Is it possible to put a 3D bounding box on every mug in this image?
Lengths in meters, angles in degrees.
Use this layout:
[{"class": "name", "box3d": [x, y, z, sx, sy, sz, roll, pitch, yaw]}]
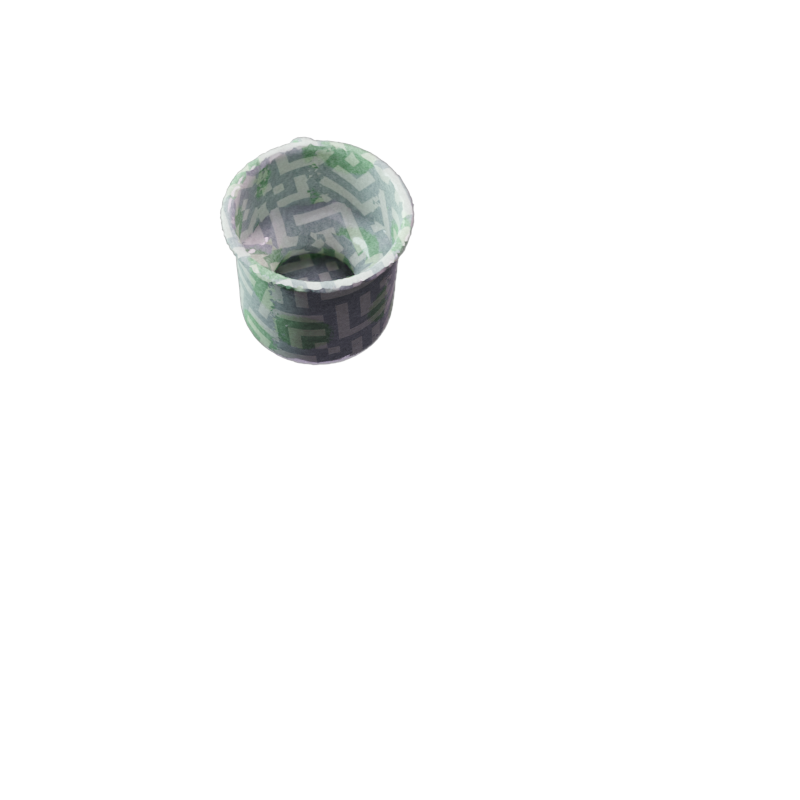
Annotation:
[{"class": "mug", "box3d": [-0.045, -0.081, 0.570, 0.092, 0.126, 0.076, -9, -33, -7]}]
